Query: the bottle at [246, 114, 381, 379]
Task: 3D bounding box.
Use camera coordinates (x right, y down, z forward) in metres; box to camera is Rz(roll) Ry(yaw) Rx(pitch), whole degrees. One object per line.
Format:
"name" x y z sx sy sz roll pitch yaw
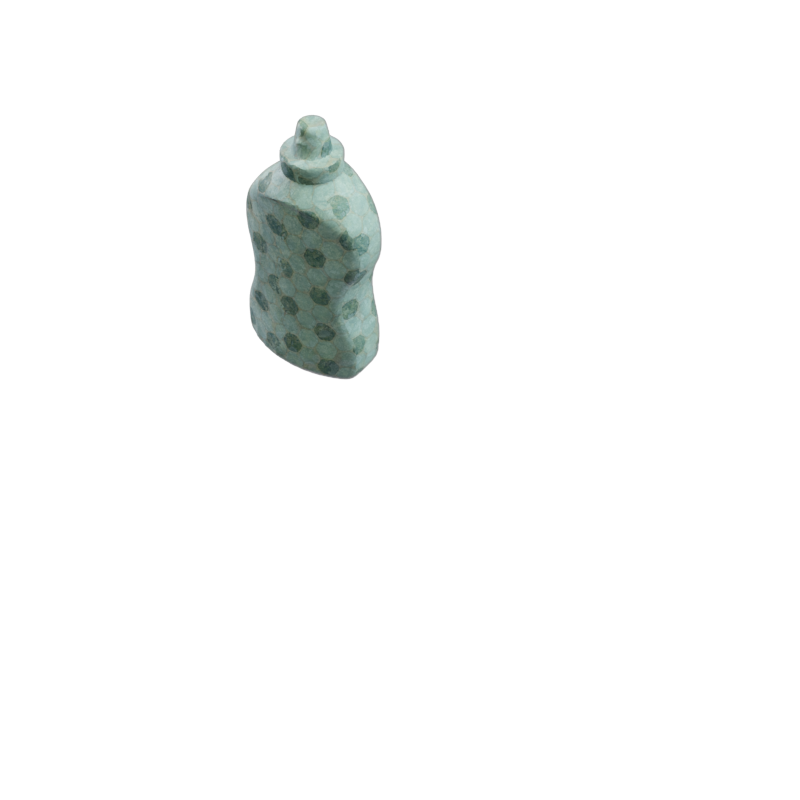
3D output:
"bottle" -0.058 -0.105 0.738 0.101 0.179 0.059 30 49 25
